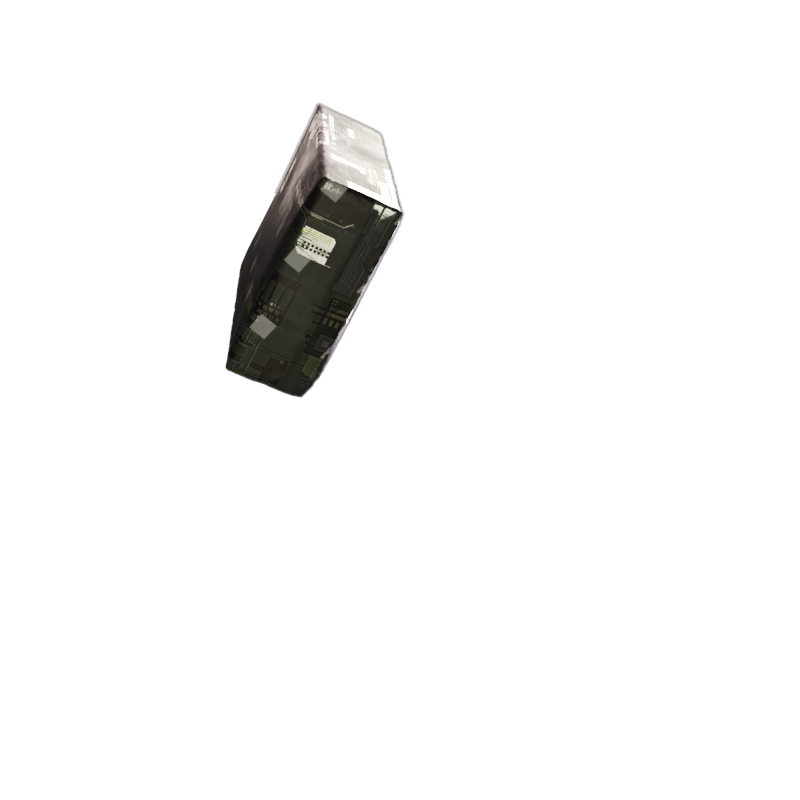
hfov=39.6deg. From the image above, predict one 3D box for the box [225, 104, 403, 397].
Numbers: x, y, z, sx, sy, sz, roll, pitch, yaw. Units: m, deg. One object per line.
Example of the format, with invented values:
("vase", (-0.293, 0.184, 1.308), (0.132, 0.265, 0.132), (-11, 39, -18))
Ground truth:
("box", (-0.068, -0.125, 0.873), (0.070, 0.160, 0.225), (24, 22, -15))
